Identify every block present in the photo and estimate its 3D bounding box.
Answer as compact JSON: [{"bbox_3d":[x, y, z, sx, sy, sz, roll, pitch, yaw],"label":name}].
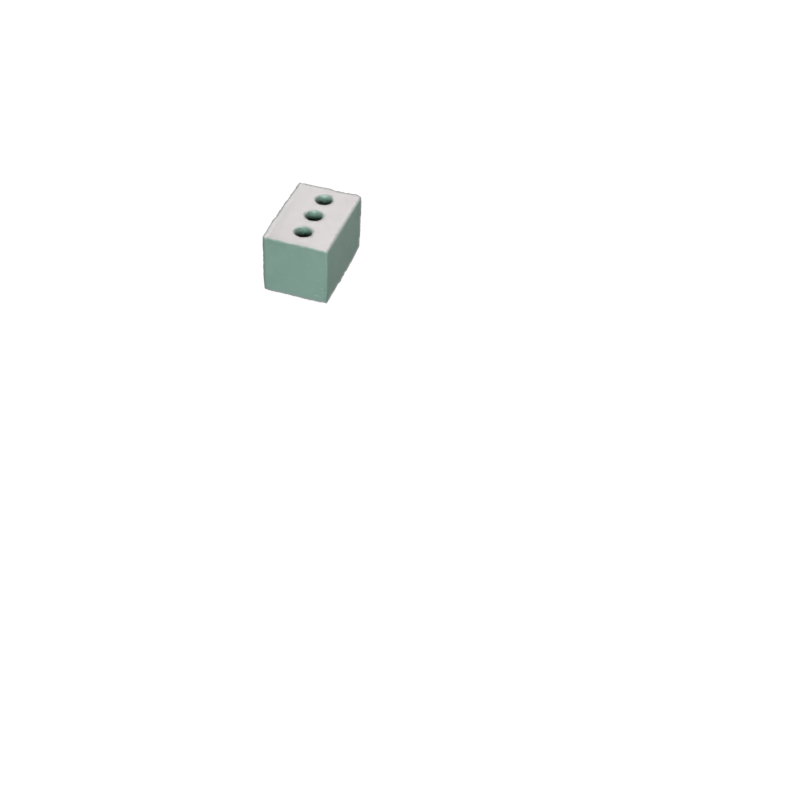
[{"bbox_3d":[-0.066,-0.120,0.841,0.054,0.048,0.081,13,43,12],"label":"block"}]
